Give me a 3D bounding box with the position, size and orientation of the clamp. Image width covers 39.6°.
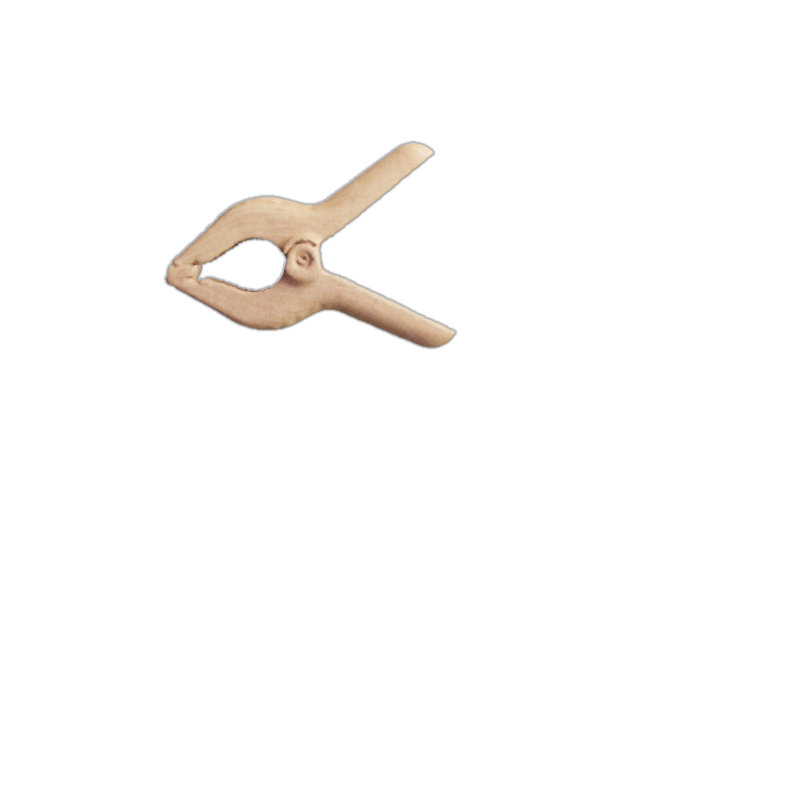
[{"bbox_3d":[-0.051,-0.094,0.657,0.171,0.122,0.038,2,-7,0],"label":"clamp"}]
